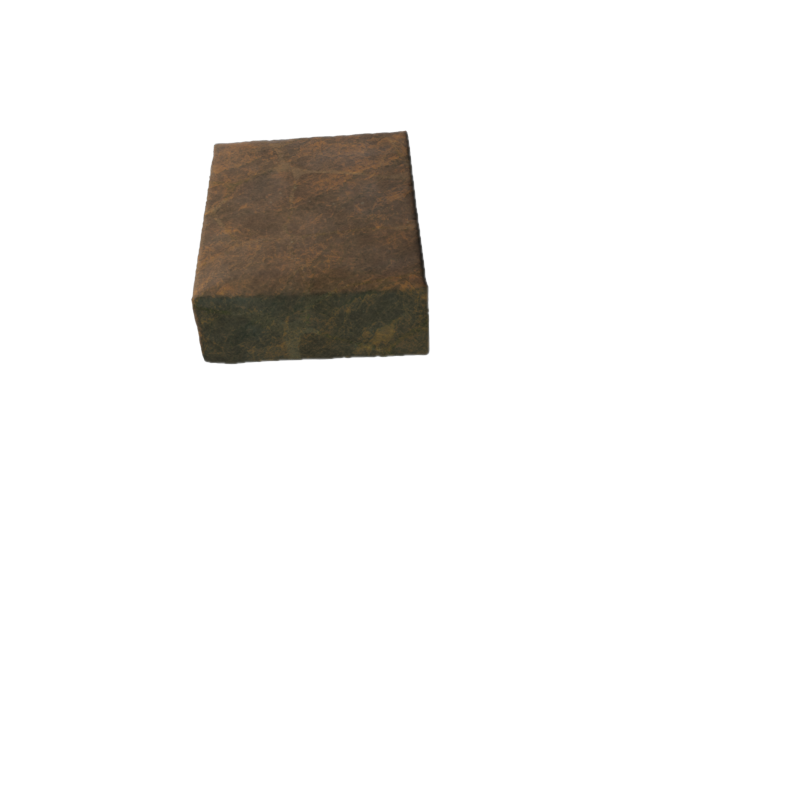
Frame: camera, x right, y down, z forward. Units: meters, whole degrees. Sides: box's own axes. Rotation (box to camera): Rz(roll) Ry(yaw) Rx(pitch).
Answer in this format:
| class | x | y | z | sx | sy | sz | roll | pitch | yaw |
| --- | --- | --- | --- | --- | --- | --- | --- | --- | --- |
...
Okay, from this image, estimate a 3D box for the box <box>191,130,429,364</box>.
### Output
| class | x | y | z | sx | sy | sz | roll | pitch | yaw |
| --- | --- | --- | --- | --- | --- | --- | --- | --- | --- |
| box | -0.067 | -0.122 | 0.853 | 0.164 | 0.067 | 0.229 | -4 | 40 | 0 |
